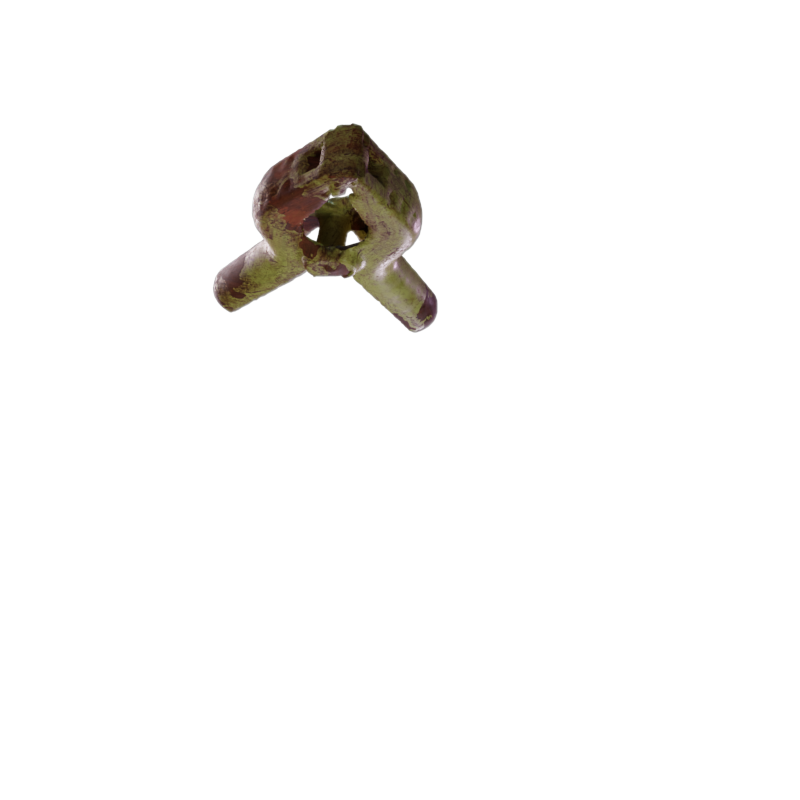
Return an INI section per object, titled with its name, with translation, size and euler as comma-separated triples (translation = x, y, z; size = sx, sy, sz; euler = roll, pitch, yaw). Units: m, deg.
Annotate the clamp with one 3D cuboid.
[clamp]
translation = -0.042, -0.077, 0.542
size = 0.121, 0.042, 0.161
euler = -2, -24, 3
